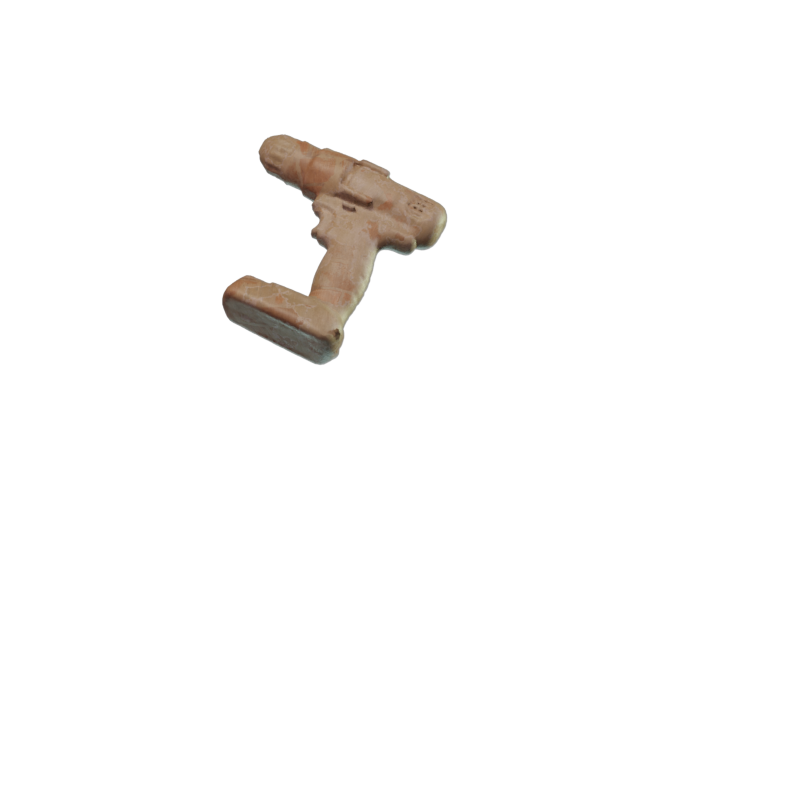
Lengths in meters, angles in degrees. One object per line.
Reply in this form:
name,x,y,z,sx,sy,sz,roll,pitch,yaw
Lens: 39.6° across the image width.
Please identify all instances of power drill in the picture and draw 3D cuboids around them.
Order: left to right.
power drill,-0.075,-0.137,0.963,0.190,0.194,0.054,25,-28,14
